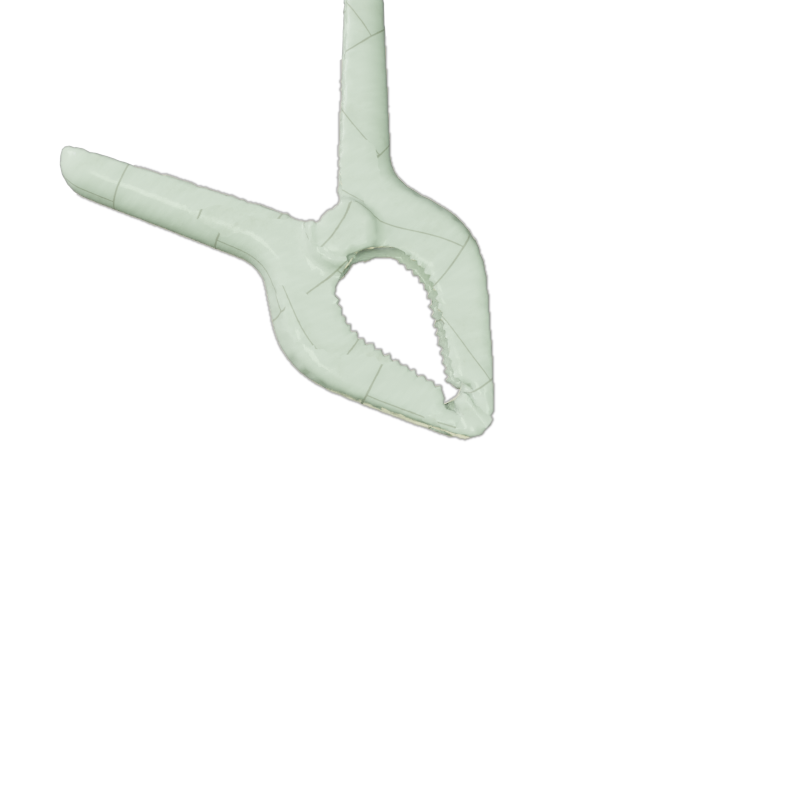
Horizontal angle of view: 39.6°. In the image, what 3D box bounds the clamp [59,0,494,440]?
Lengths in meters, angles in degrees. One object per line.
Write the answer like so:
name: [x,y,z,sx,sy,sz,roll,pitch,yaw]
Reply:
clamp: [-0.037,-0.068,0.478,0.164,0.216,0.035,-28,-10,-5]
